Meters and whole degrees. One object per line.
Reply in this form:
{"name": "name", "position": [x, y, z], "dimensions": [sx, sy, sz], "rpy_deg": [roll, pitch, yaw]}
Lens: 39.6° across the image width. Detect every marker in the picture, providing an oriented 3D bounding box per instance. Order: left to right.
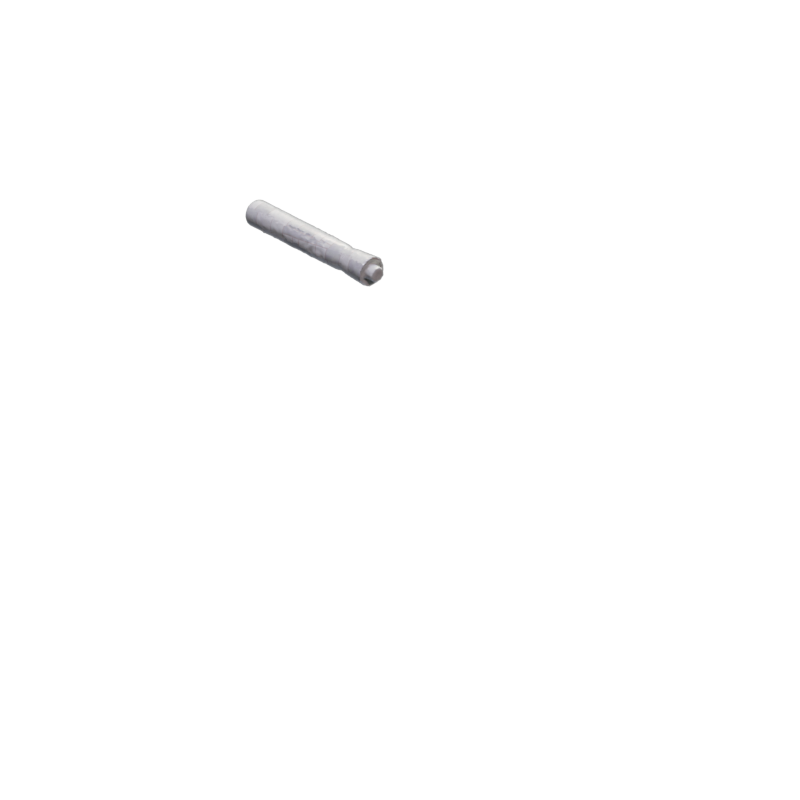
{"name": "marker", "position": [-0.054, -0.098, 0.690], "dimensions": [0.019, 0.019, 0.129], "rpy_deg": [-3, 25, -42]}
